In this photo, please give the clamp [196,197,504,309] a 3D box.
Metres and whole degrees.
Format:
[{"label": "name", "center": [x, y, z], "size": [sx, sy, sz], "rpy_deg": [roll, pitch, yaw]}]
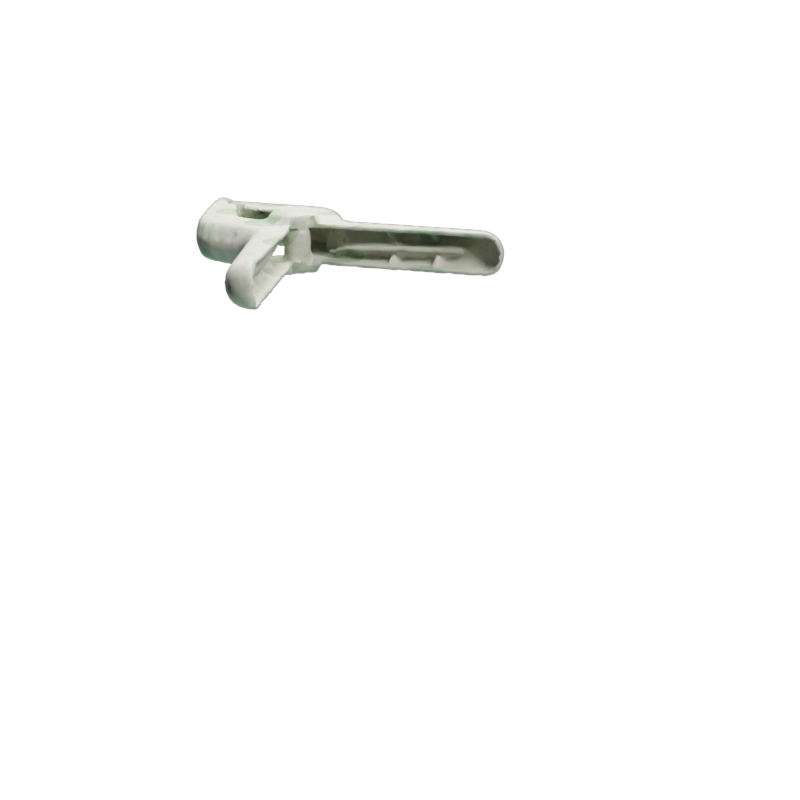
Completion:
[{"label": "clamp", "center": [-0.052, -0.094, 0.659], "size": [0.161, 0.035, 0.222], "rpy_deg": [-8, 19, -23]}]
